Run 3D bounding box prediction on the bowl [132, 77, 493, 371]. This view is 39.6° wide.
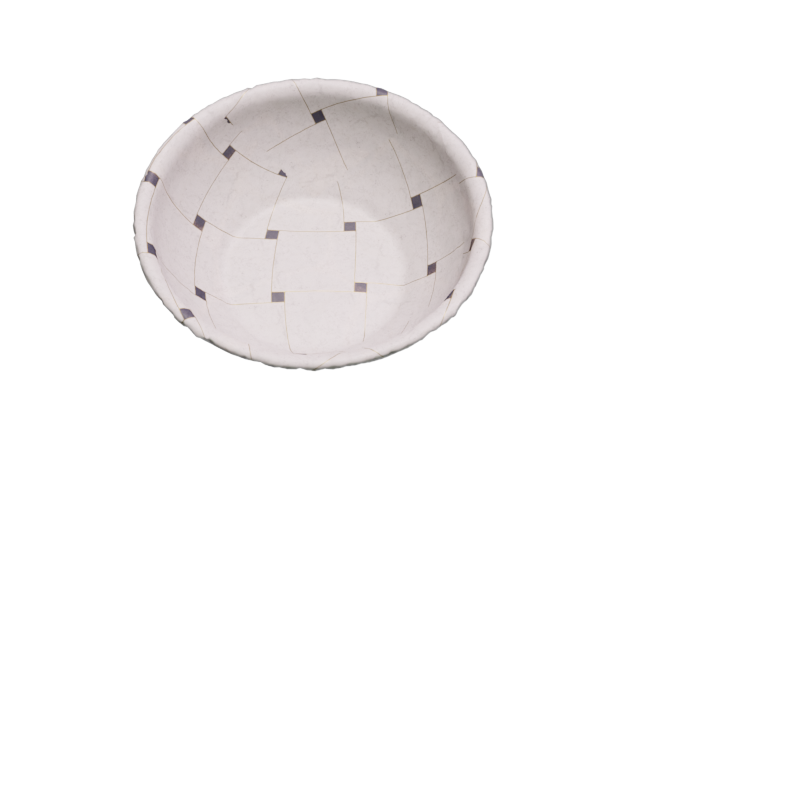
[{"bbox_3d":[-0.041,-0.074,0.519,0.162,0.173,0.052,-1,-32,-1],"label":"bowl"}]
